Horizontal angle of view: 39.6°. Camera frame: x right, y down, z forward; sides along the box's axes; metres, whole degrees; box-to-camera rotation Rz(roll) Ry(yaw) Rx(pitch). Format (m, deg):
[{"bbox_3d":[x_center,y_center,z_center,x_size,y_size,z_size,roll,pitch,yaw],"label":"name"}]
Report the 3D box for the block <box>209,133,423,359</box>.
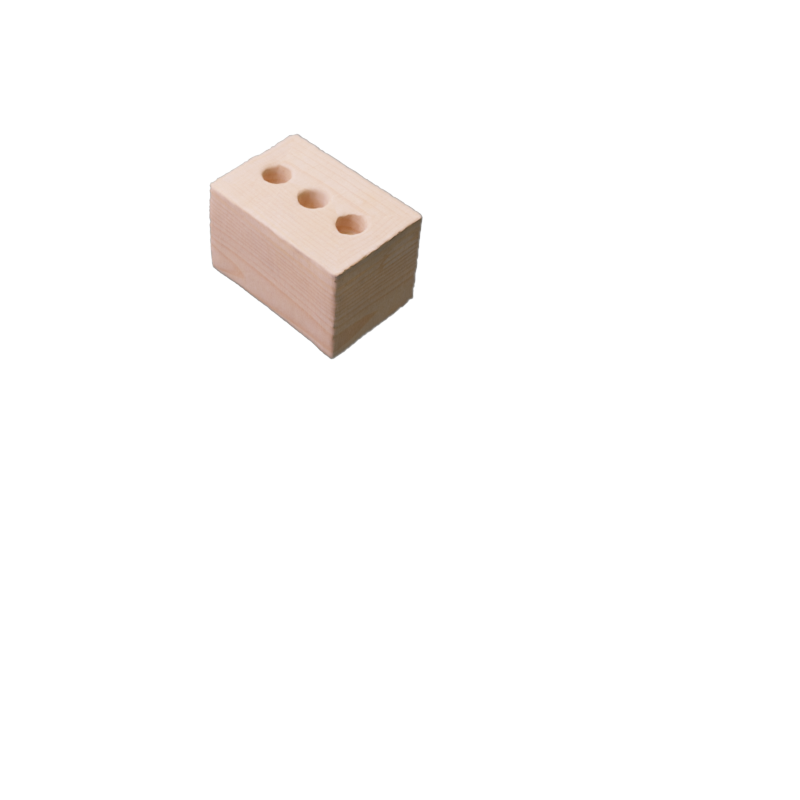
[{"bbox_3d":[-0.037,-0.067,0.471,0.083,0.048,0.053,36,56,28],"label":"block"}]
